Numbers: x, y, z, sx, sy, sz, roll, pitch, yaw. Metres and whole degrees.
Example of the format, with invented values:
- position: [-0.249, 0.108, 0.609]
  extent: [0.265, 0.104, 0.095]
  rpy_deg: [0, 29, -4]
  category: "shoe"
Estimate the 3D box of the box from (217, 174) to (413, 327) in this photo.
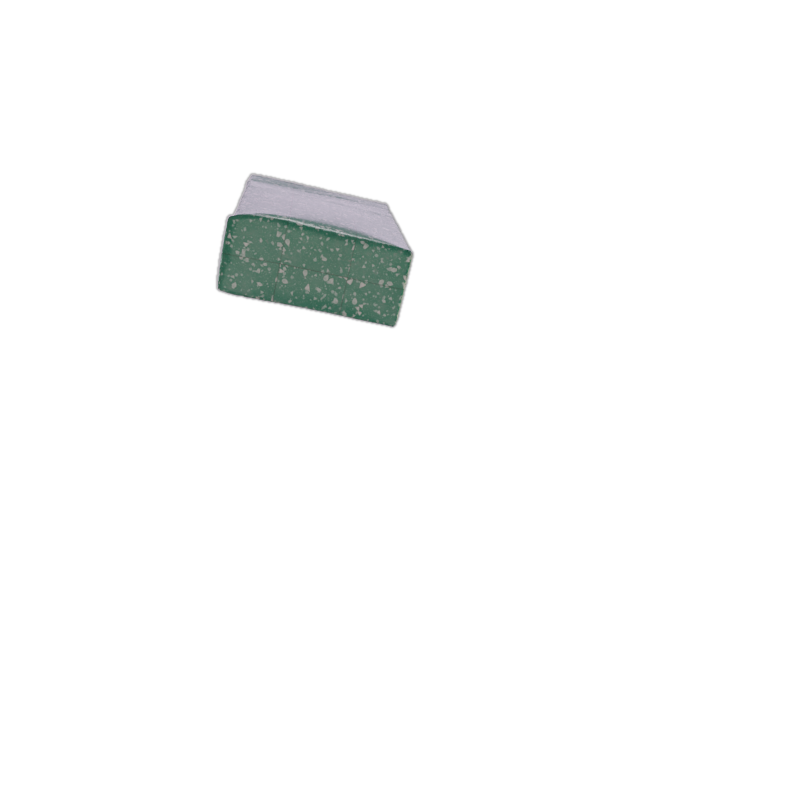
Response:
- position: [-0.049, -0.089, 0.623]
  extent: [0.093, 0.047, 0.181]
  rpy_deg: [12, 13, -6]
  category: "box"
